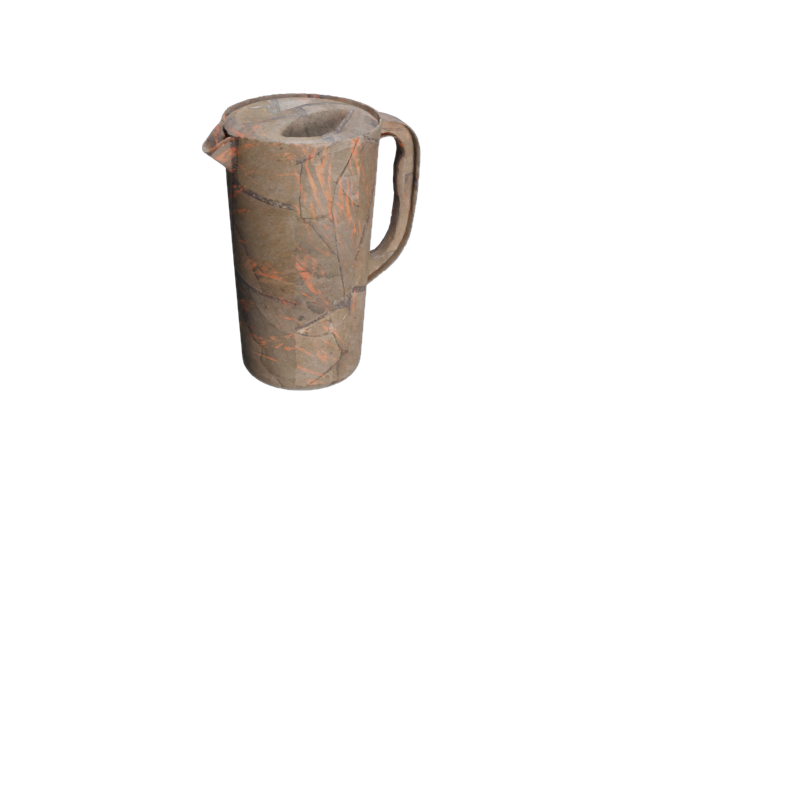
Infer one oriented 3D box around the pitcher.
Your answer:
[{"bbox_3d":[-0.075,-0.137,0.960,0.154,0.230,0.148,12,30,19],"label":"pitcher"}]
